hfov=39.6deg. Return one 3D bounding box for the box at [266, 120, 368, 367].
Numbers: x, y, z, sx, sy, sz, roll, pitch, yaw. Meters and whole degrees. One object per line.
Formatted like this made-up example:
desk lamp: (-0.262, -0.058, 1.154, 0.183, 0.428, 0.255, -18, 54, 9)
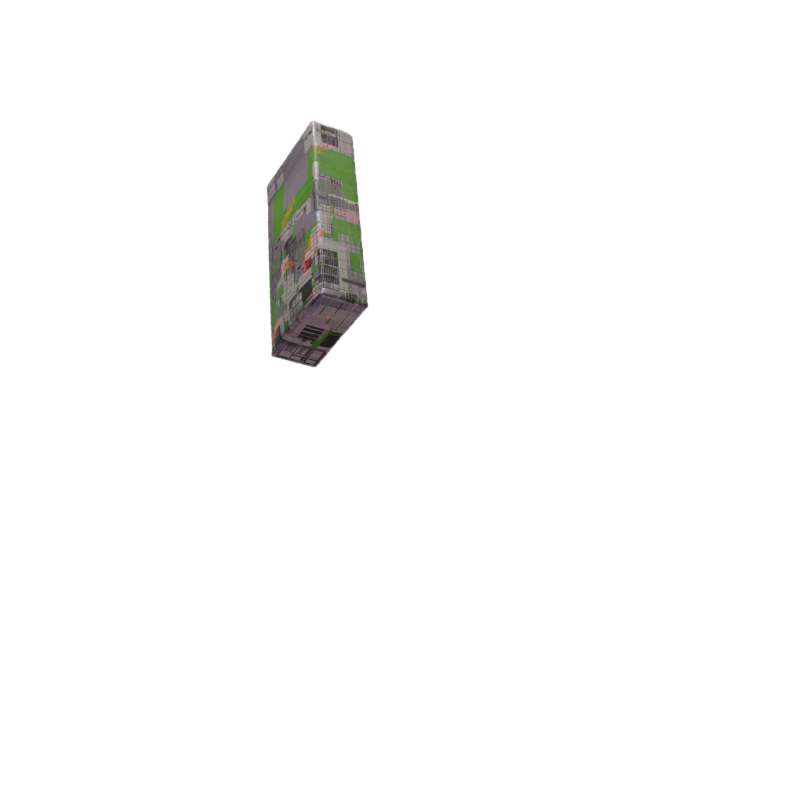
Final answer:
box: (-0.068, -0.125, 0.878, 0.046, 0.189, 0.091, 17, -40, -25)
